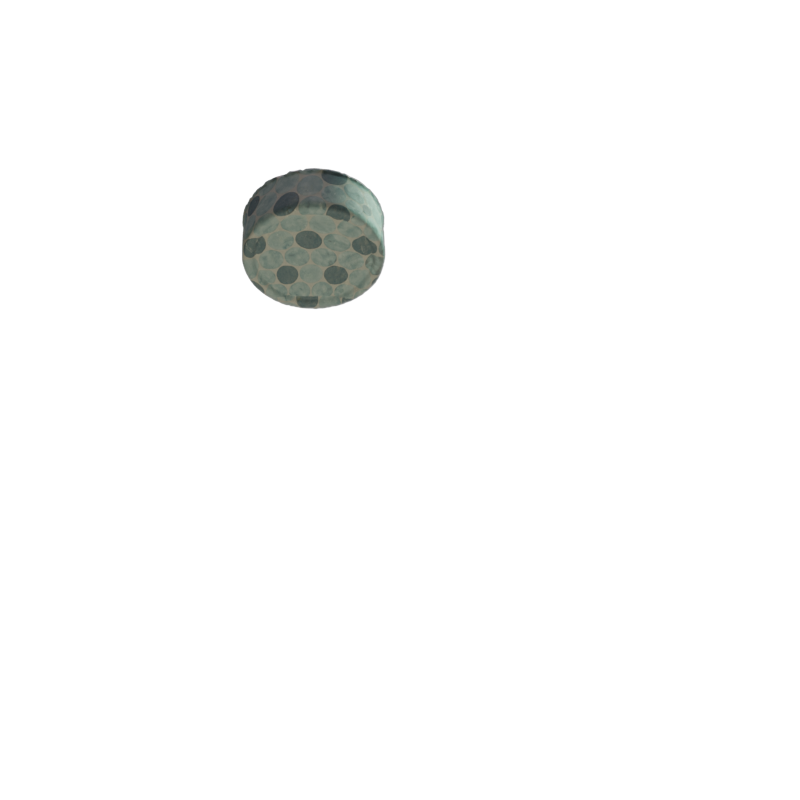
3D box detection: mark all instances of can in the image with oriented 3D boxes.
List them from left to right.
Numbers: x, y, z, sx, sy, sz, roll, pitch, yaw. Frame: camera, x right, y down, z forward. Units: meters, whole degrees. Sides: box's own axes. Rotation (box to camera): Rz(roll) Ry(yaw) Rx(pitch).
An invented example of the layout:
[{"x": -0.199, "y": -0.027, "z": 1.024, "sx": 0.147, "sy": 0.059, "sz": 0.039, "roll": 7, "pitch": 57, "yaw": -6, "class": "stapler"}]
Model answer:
[{"x": -0.052, "y": -0.094, "z": 0.658, "sx": 0.086, "sy": 0.036, "sz": 0.080, "roll": 1, "pitch": -43, "yaw": -1, "class": "can"}]
